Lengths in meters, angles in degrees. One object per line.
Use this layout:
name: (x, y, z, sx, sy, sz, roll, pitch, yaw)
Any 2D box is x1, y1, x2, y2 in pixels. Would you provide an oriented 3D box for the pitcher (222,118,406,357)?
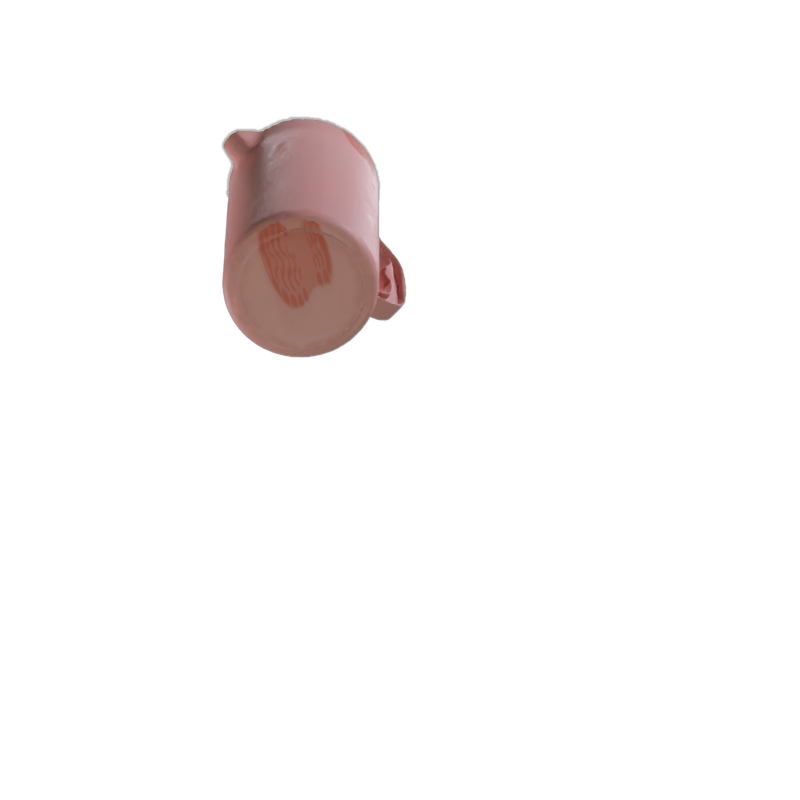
pitcher: (-0.068, -0.124, 0.867, 0.149, 0.138, 0.256, -4, 25, -2)
